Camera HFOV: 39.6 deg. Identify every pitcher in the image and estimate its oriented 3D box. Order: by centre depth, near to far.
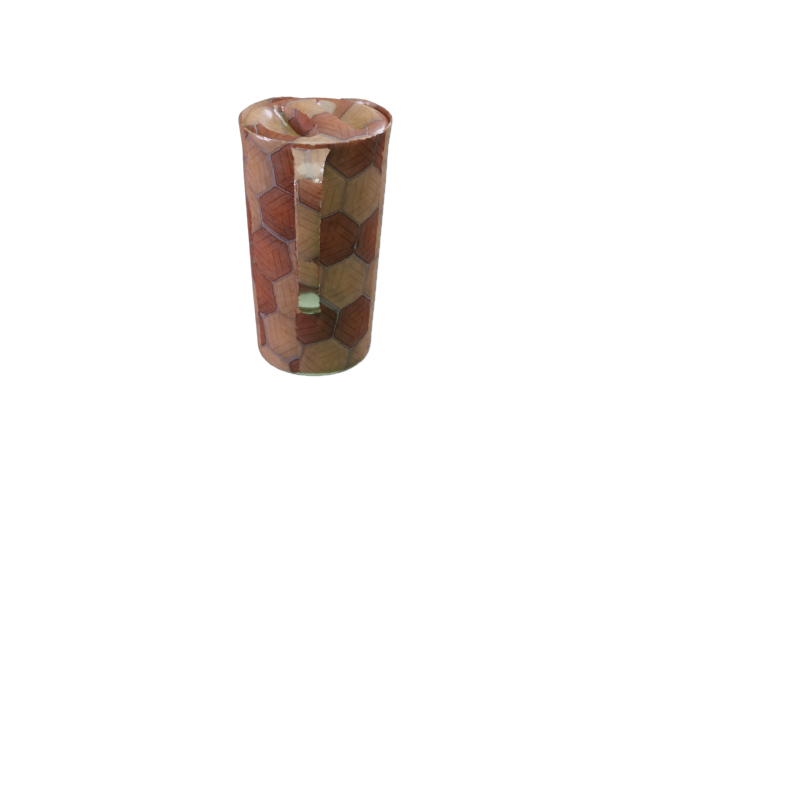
[{"bbox_3d":[-0.078,-0.142,0.997,0.154,0.230,0.148,26,36,38],"label":"pitcher"}]
